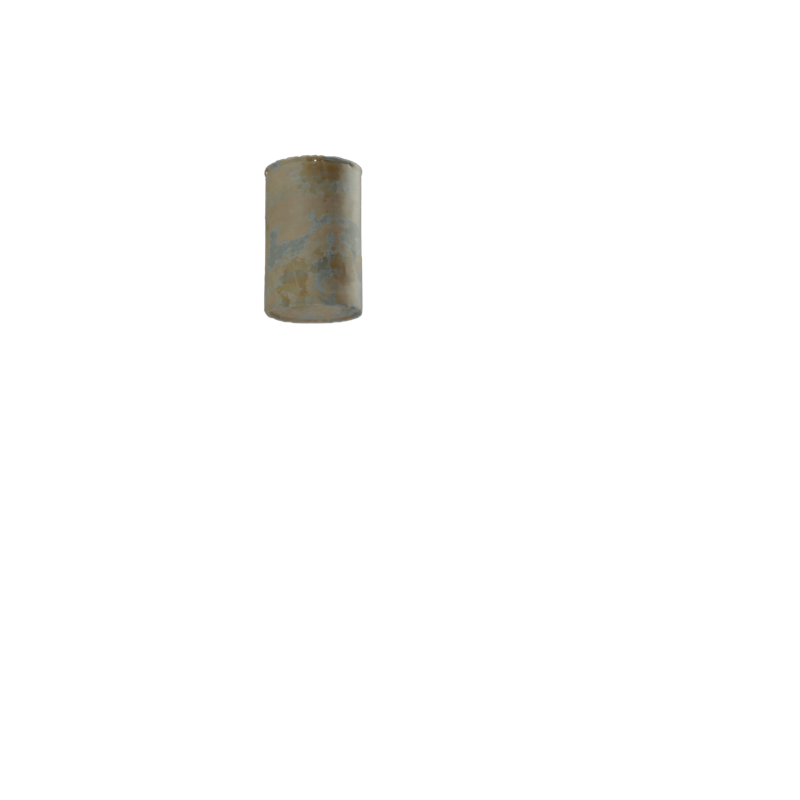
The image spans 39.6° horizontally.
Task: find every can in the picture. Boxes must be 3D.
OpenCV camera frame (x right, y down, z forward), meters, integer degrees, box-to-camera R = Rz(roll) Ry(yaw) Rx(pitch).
[{"bbox_3d":[-0.059,-0.108,0.756,0.068,0.106,0.066,0,-12,-2],"label":"can"}]
